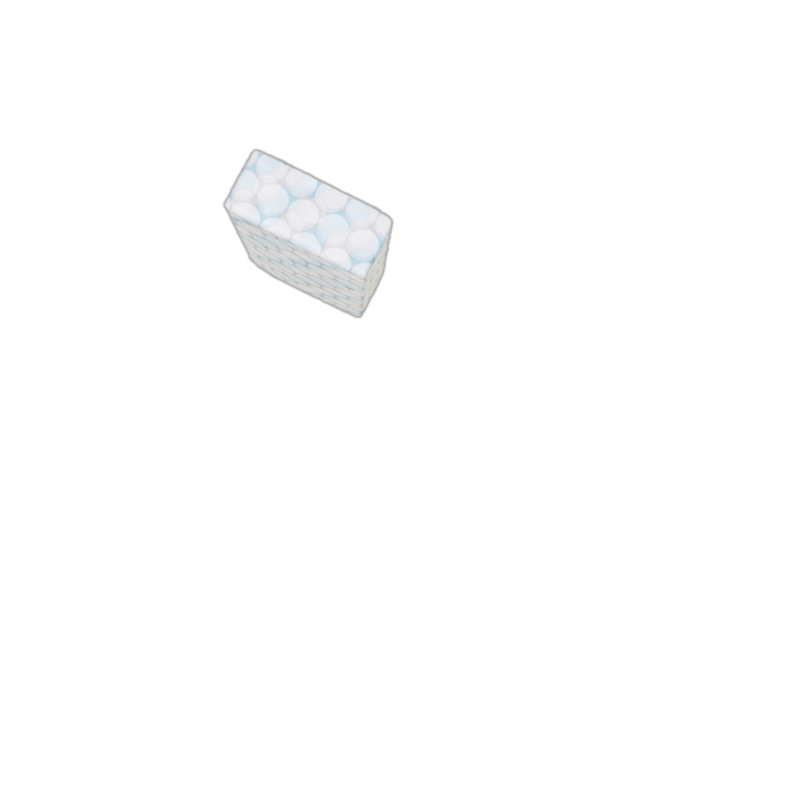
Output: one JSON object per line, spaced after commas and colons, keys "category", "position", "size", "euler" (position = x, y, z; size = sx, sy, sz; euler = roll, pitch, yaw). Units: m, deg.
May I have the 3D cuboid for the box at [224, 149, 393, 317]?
{"category": "box", "position": [-0.055, -0.102, 0.711], "size": [0.094, 0.049, 0.173], "euler": [28, -7, 0]}
